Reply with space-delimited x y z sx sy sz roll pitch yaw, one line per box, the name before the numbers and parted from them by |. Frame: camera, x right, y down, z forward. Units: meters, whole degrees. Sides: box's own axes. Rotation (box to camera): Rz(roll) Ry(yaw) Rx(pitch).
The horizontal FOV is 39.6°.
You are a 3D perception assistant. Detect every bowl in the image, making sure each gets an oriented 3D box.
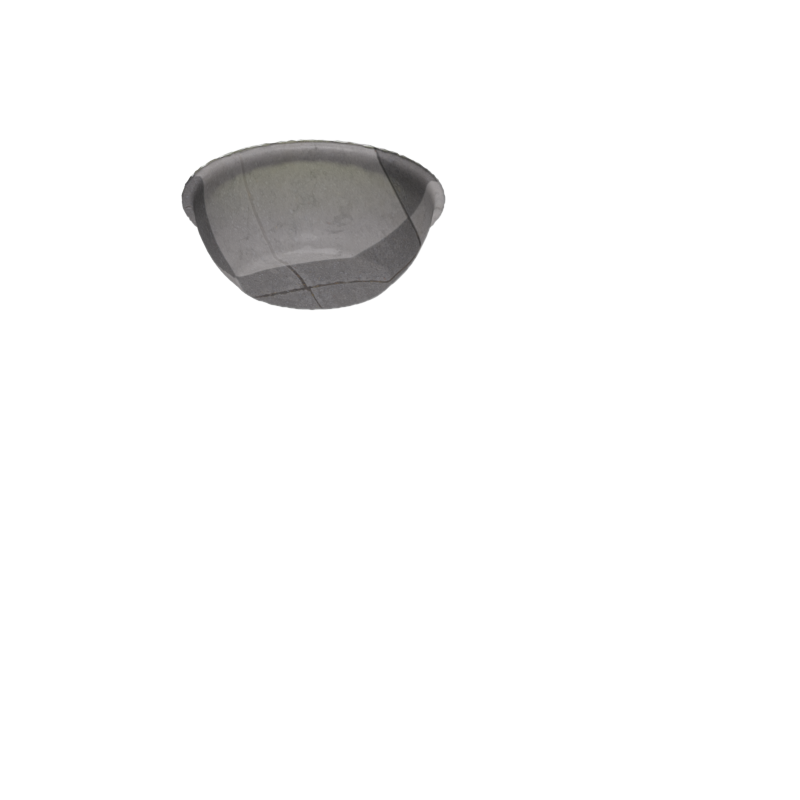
bowl | -0.053 -0.096 0.671 0.162 0.058 0.155 0 -18 -2
